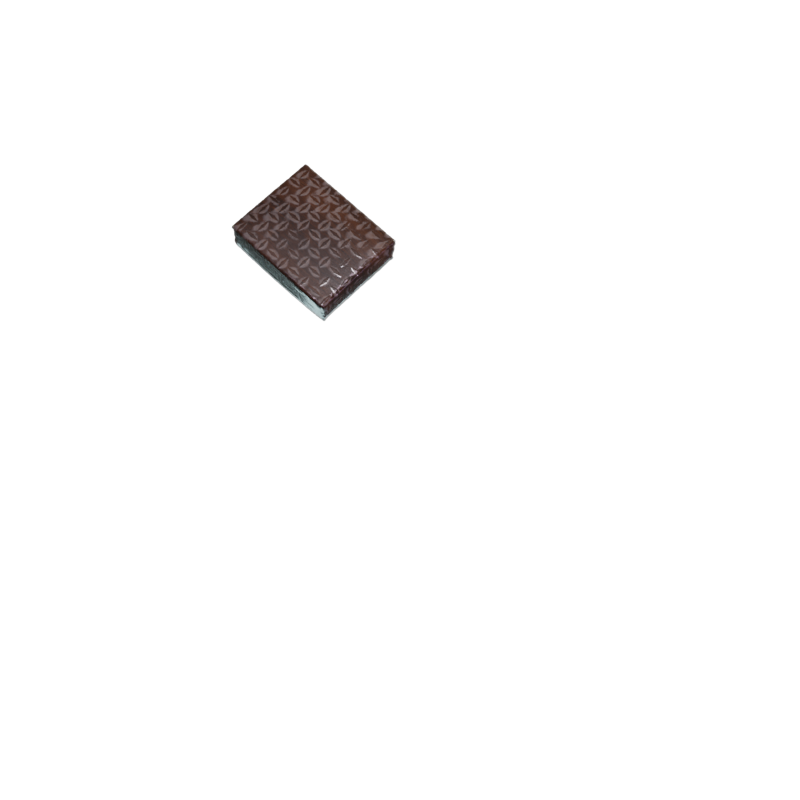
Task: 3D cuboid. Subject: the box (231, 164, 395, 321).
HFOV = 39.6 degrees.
[{"bbox_3d":[-0.075,-0.136,0.955,0.119,0.091,0.037,42,-18,17],"label":"box"}]
